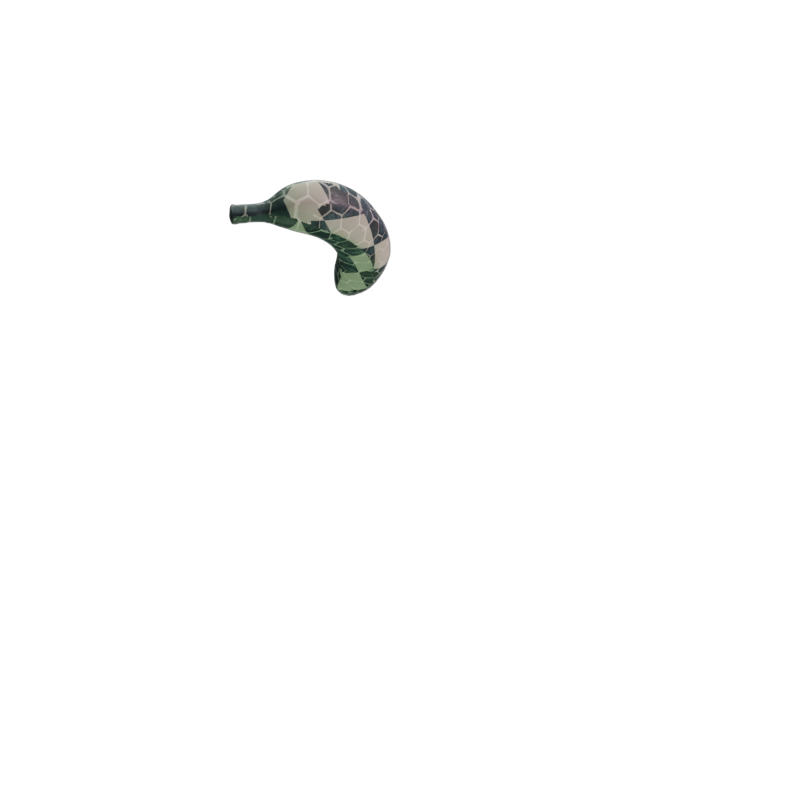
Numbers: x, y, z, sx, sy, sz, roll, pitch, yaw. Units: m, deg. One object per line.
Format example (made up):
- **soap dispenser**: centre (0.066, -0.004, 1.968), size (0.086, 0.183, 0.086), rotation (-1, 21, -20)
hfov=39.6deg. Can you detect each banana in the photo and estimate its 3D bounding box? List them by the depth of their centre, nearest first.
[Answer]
- **banana**: centre (-0.042, -0.109, 0.739), size (0.071, 0.038, 0.187), rotation (-5, -13, 19)
